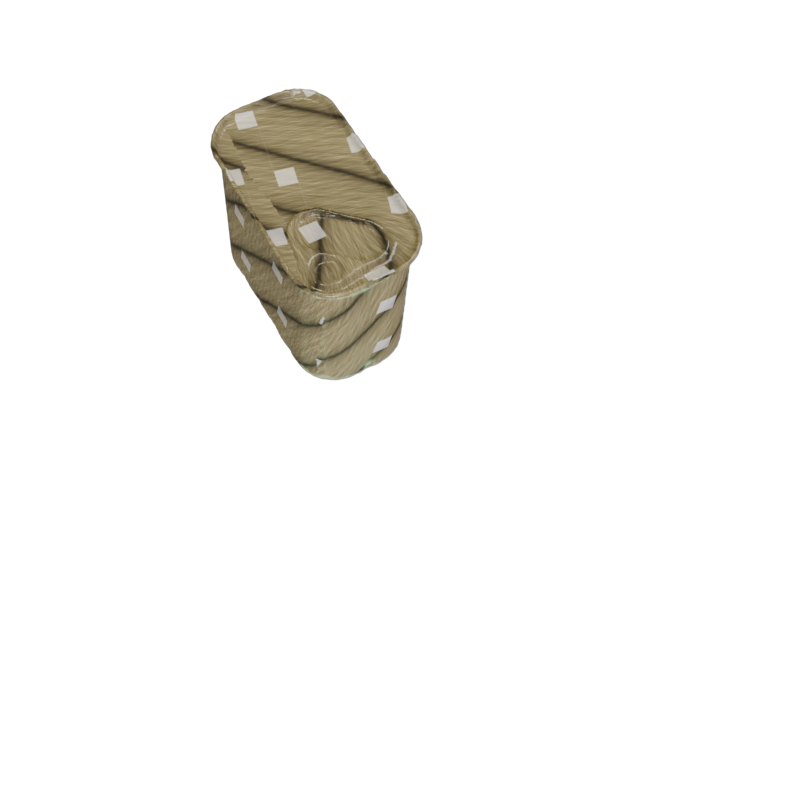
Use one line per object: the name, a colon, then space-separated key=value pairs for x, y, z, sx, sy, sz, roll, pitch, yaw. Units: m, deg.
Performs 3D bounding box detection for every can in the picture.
can: x=-0.038 y=-0.069 z=0.481 sx=0.057 sy=0.109 sz=0.079 roll=-25 pitch=-26 yaw=-16
